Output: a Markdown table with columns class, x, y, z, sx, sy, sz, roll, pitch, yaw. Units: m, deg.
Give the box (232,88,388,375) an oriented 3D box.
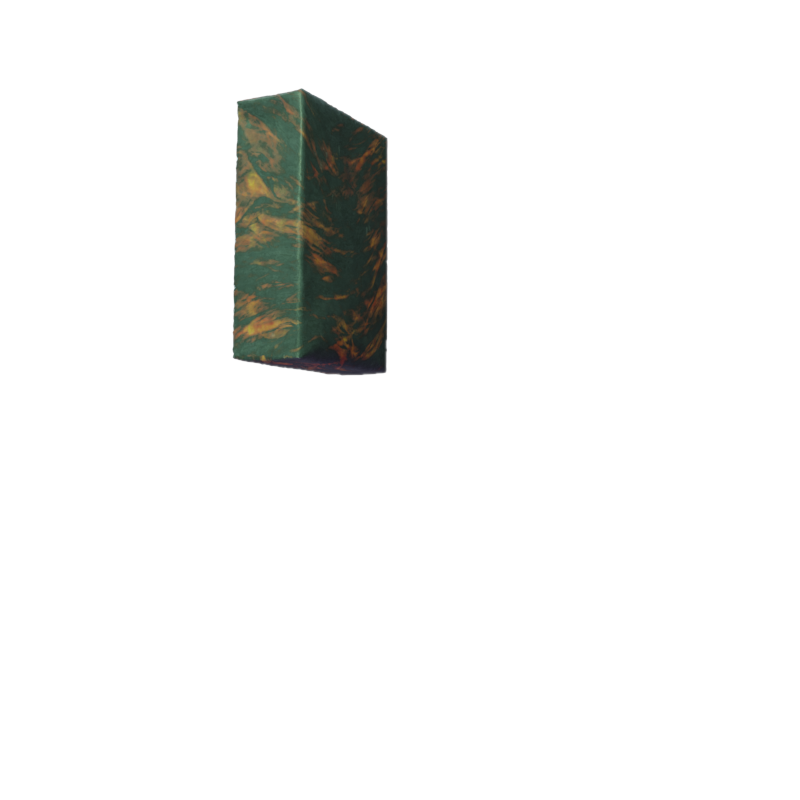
| class | x | y | z | sx | sy | sz | roll | pitch | yaw |
| --- | --- | --- | --- | --- | --- | --- | --- | --- | --- |
| box | -0.073 | -0.132 | 0.927 | 0.074 | 0.219 | 0.157 | -5 | -9 | 25 |
